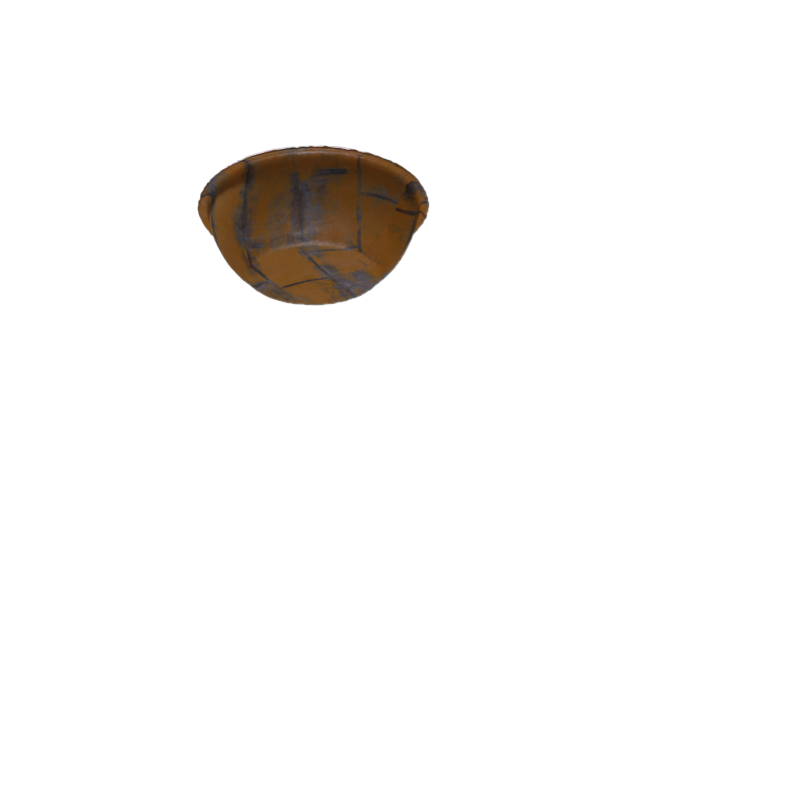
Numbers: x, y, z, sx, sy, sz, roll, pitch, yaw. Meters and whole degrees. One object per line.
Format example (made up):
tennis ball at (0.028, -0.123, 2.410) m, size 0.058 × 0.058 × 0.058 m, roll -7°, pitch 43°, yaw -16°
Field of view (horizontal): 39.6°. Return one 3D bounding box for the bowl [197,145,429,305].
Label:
bowl at (-0.060, -0.109, 0.766) m, size 0.162 × 0.058 × 0.153 m, roll 1°, pitch -23°, yaw -2°
